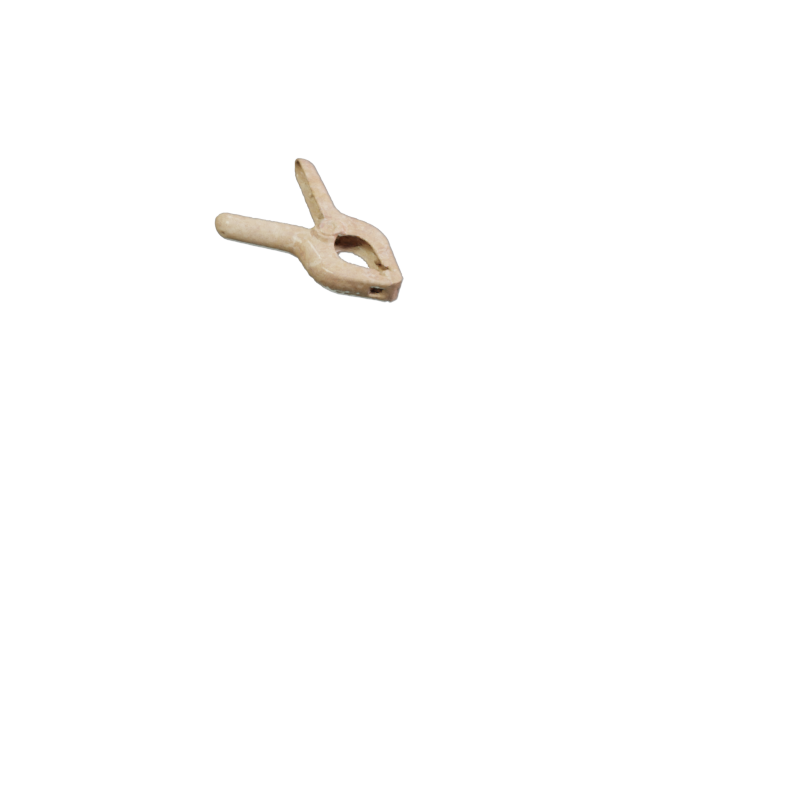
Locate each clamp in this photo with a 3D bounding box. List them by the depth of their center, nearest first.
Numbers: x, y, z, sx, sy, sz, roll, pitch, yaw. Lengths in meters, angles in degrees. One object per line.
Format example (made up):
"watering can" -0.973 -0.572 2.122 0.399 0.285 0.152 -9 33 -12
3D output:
"clamp" -0.076 -0.139 0.973 0.121 0.183 0.037 -35 -29 -23
